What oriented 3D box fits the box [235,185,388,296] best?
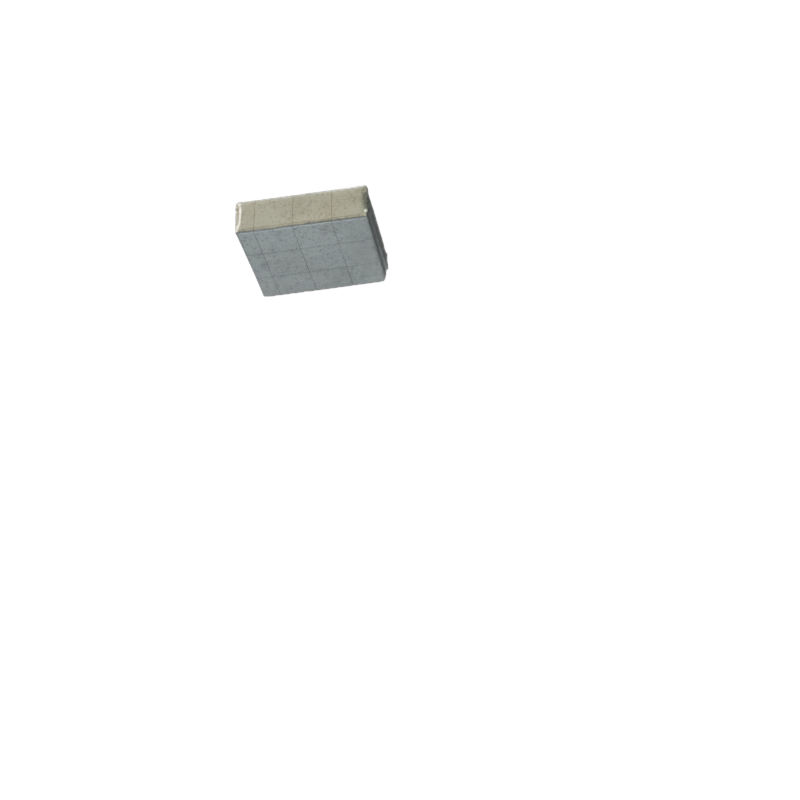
[{"bbox_3d":[-0.058,-0.105,0.738,0.090,0.032,0.068,-7,-33,10],"label":"box"}]
